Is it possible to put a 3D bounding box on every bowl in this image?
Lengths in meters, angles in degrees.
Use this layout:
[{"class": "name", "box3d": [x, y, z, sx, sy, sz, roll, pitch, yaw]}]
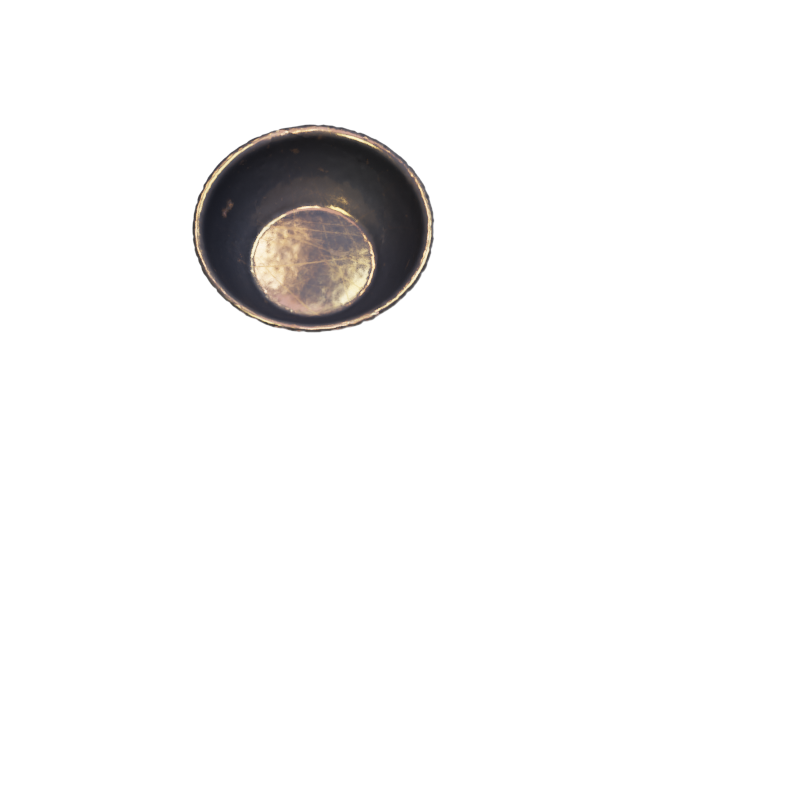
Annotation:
[{"class": "bowl", "box3d": [-0.059, -0.108, 0.759, 0.162, 0.172, 0.052, -1, -28, -1]}]
